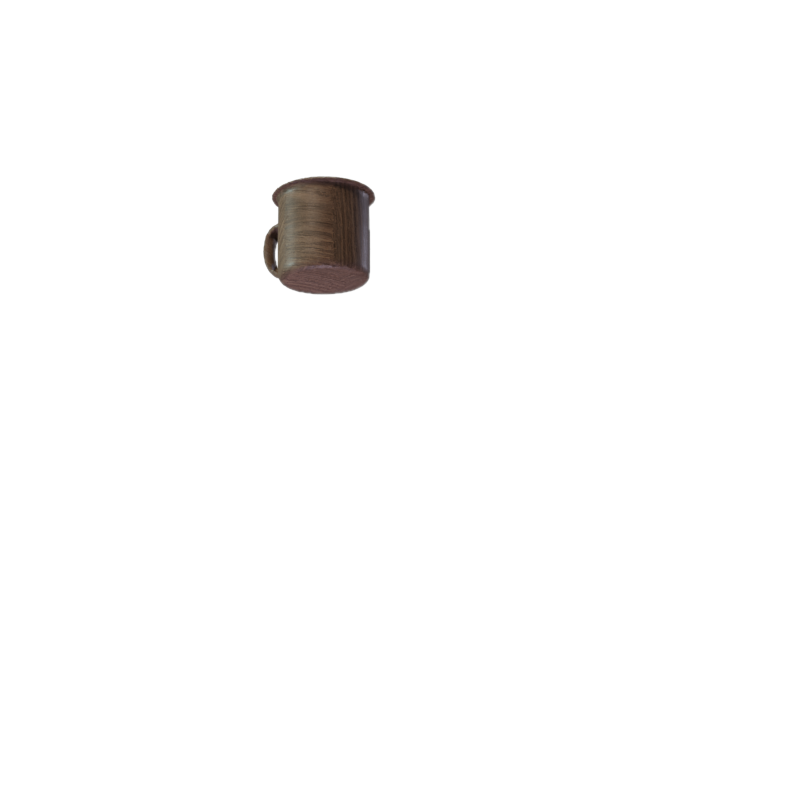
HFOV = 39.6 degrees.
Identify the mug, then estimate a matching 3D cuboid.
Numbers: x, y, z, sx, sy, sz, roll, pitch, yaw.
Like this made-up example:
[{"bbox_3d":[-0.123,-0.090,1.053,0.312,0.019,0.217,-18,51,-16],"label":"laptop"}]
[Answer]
[{"bbox_3d":[-0.078,-0.142,0.992,0.119,0.085,0.088,-12,-19,35],"label":"mug"}]
